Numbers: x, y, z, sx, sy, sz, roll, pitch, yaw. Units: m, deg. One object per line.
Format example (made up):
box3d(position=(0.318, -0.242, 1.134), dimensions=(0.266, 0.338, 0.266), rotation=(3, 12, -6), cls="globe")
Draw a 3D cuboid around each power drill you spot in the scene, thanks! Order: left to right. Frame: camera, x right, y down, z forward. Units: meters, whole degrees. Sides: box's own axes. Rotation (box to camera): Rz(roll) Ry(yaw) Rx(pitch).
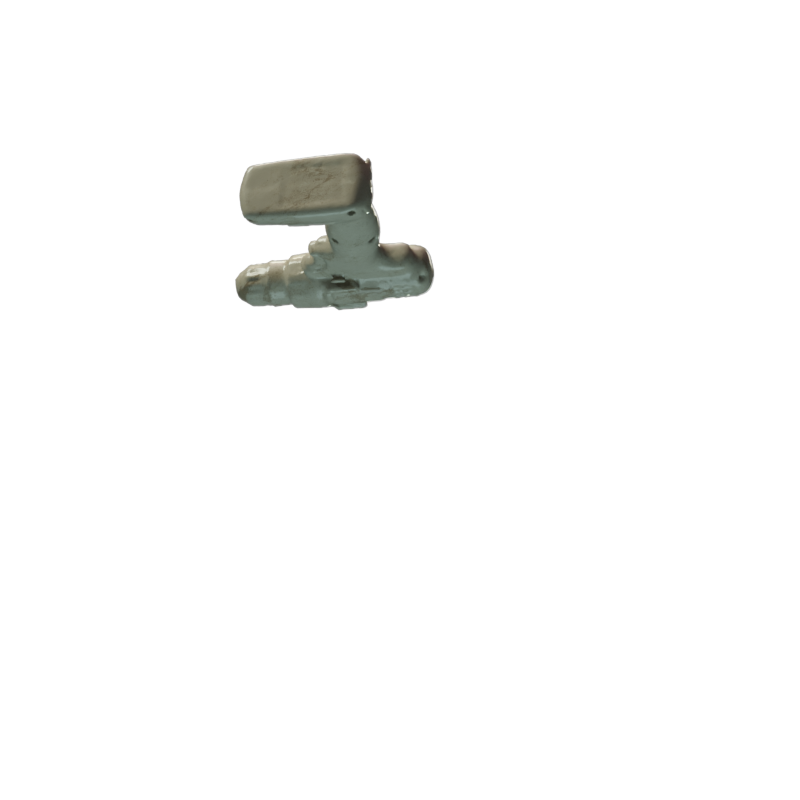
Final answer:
box3d(position=(-0.075, -0.136, 0.954), dimensions=(0.187, 0.061, 0.175), rotation=(-5, -23, 12), cls="power drill")
